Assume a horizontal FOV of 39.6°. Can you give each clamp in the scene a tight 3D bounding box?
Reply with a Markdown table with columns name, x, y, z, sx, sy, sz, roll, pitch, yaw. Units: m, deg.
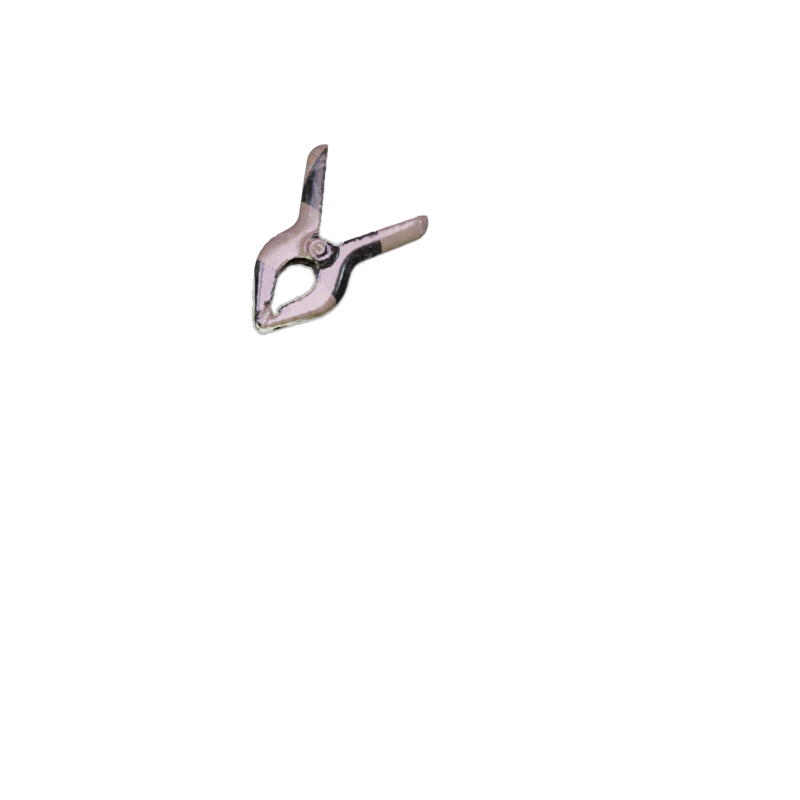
| name | x | y | z | sx | sy | sz | roll | pitch | yaw |
| --- | --- | --- | --- | --- | --- | --- | --- | --- | --- |
| clamp | -0.073 | -0.133 | 0.934 | 0.125 | 0.173 | 0.037 | 42 | -17 | 15 |
